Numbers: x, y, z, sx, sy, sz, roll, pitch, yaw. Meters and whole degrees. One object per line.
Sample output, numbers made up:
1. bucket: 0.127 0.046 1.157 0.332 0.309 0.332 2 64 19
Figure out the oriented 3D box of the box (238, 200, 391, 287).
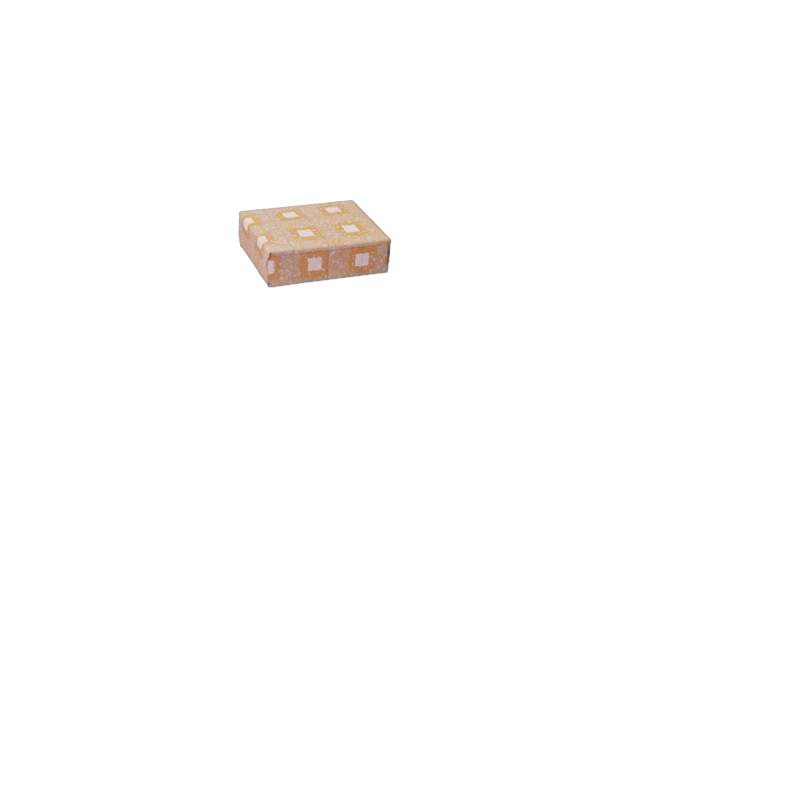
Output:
1. box: -0.076 -0.139 0.970 0.112 0.037 0.097 -11 32 -19
